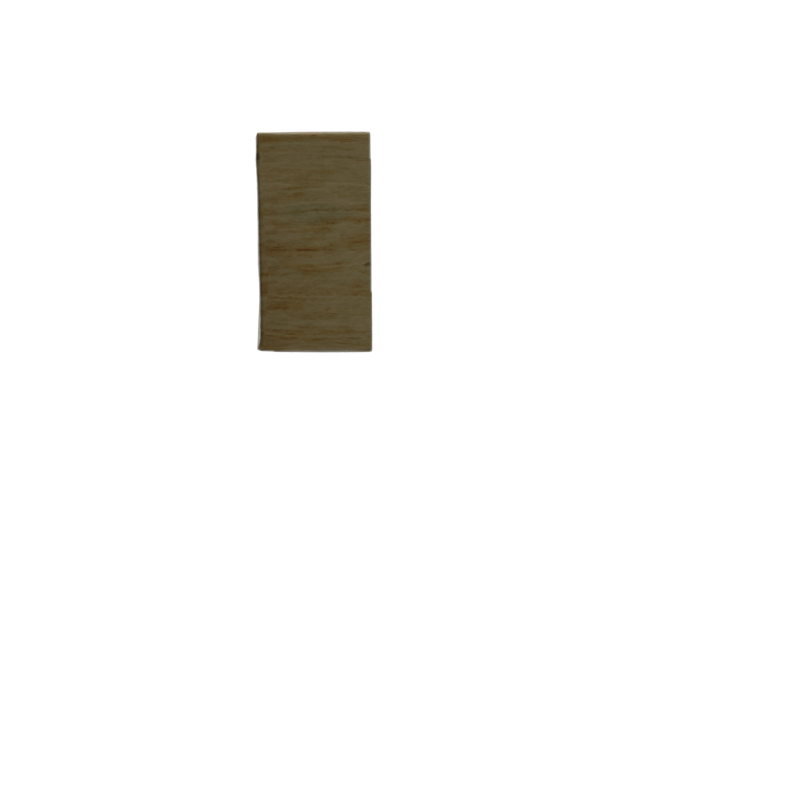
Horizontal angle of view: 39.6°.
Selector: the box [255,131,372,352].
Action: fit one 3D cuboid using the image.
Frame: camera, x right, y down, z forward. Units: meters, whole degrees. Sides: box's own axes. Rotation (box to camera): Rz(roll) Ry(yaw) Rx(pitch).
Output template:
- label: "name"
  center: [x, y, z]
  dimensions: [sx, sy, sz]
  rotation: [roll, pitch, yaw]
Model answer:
- label: "box"
  center: [-0.070, -0.128, 0.895]
  dimensions: [0.093, 0.176, 0.048]
  rotation: [0, 2, -4]
